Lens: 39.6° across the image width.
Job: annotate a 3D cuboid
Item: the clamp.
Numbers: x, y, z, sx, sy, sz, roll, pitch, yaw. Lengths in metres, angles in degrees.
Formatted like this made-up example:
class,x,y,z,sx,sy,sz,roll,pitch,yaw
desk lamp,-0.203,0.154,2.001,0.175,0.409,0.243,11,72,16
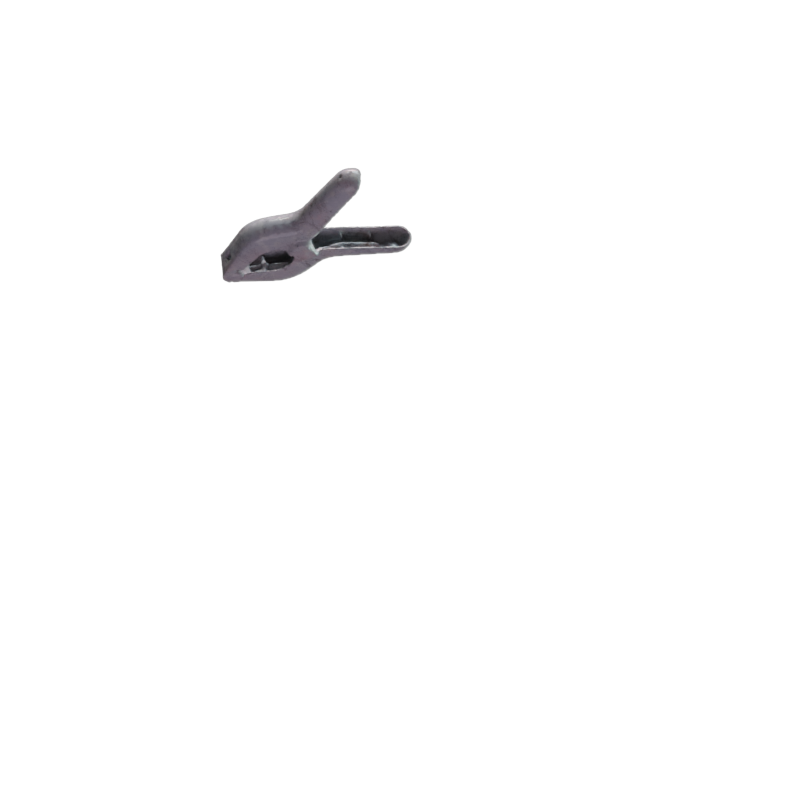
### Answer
class,x,y,z,sx,sy,sz,roll,pitch,yaw
clamp,-0.078,-0.141,0.991,0.173,0.042,0.111,-20,-38,28
